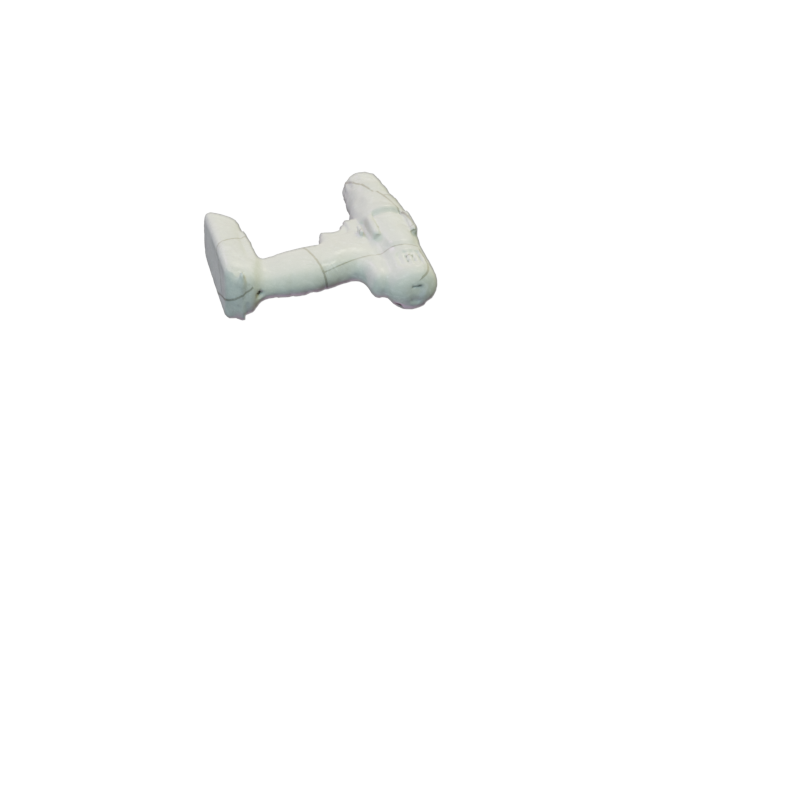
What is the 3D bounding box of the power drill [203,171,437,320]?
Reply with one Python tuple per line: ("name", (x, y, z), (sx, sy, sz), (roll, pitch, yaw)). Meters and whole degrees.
("power drill", (-0.078, -0.142, 0.993), (0.185, 0.054, 0.200), (-10, 40, -13))
